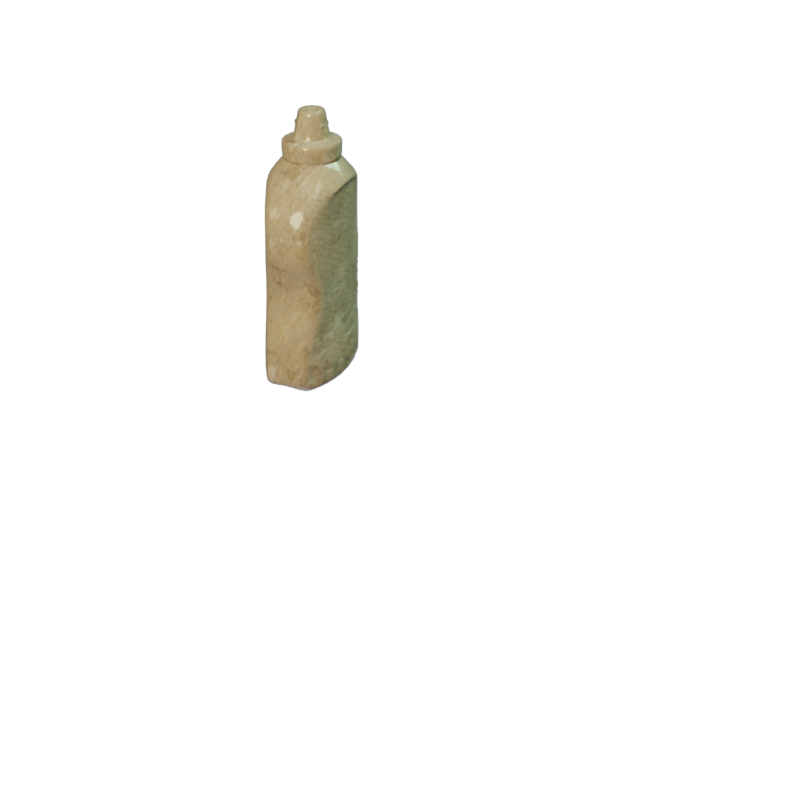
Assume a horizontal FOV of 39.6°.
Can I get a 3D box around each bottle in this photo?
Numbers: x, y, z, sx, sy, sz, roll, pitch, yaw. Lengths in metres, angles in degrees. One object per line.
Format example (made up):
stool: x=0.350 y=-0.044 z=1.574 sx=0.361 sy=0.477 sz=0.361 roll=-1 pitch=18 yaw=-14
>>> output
bottle: x=-0.061 y=-0.110 z=0.771 sx=0.060 sy=0.182 sz=0.098 roll=12 pitch=27 yaw=20
